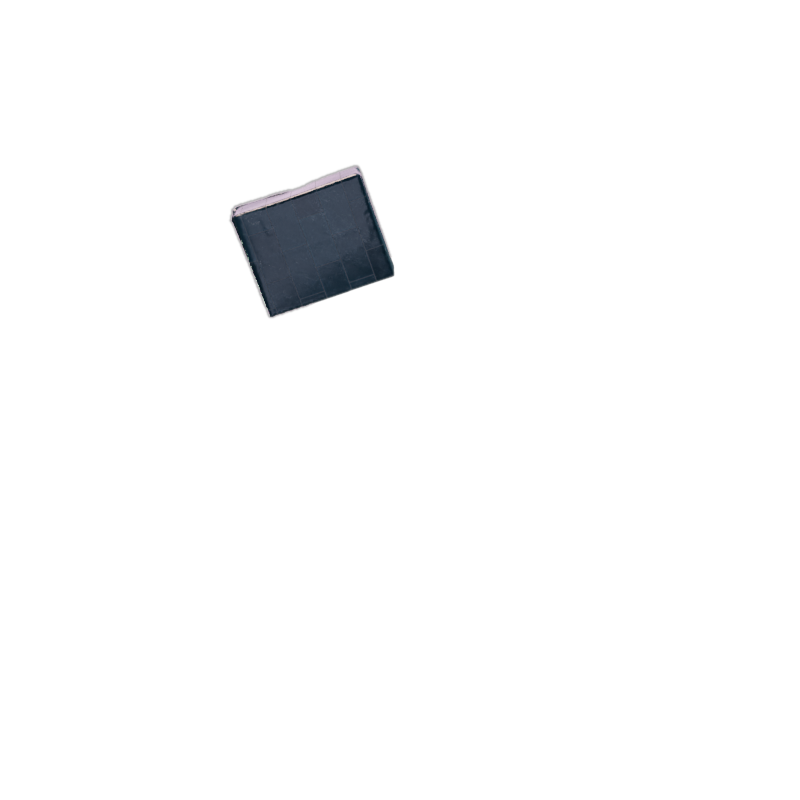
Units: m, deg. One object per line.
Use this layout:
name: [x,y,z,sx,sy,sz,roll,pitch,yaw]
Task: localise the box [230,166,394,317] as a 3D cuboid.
box: [-0.057,-0.103,0.724,0.089,0.070,0.031,-18,17,5]
